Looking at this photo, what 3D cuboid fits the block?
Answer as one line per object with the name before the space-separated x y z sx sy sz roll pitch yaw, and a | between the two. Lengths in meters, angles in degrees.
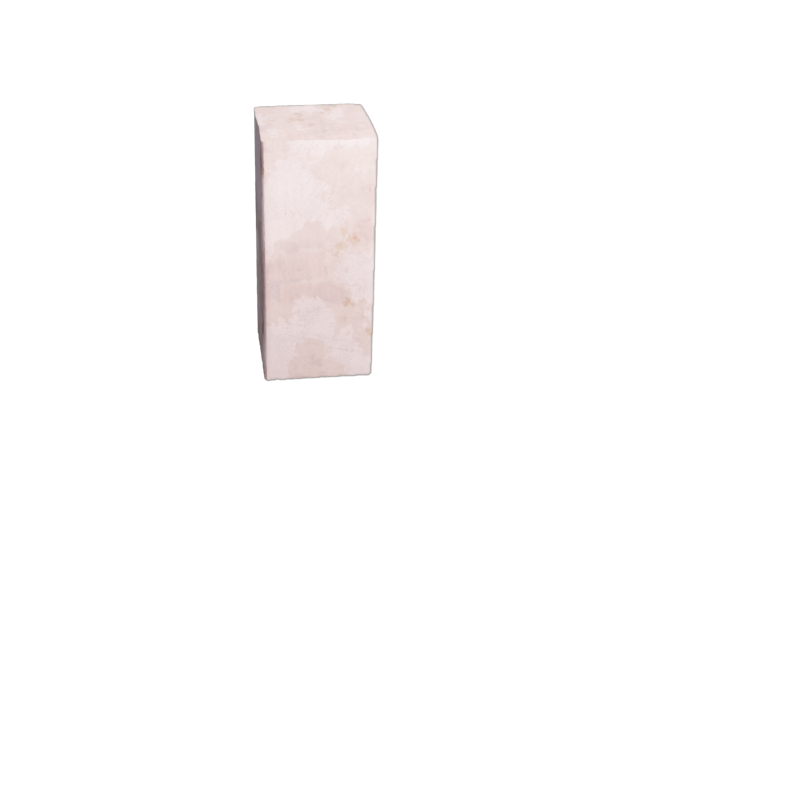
block | -0.071 -0.129 0.904 0.090 0.195 0.096 -3 27 -9
